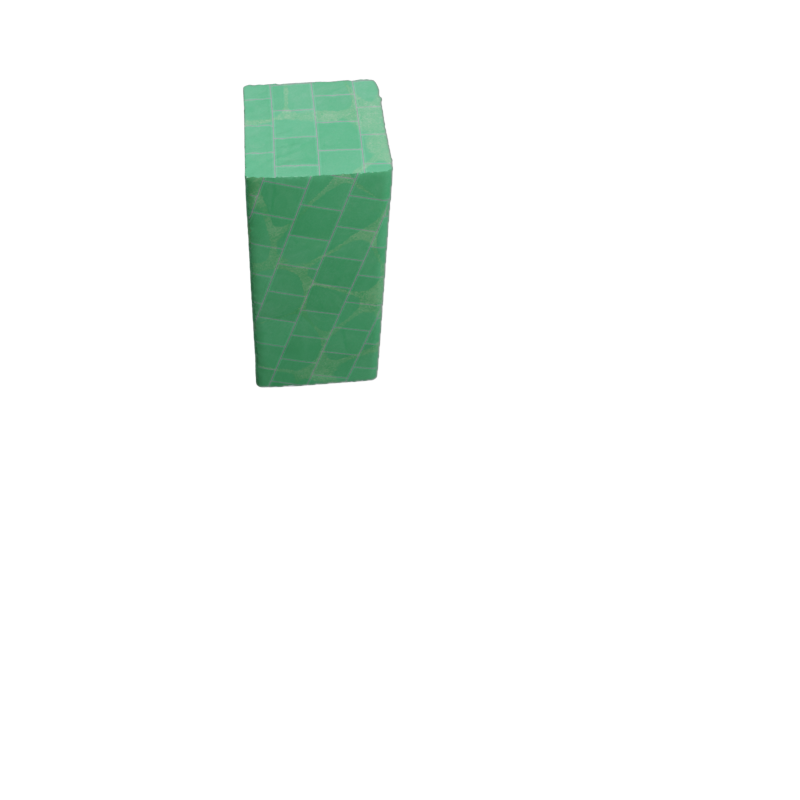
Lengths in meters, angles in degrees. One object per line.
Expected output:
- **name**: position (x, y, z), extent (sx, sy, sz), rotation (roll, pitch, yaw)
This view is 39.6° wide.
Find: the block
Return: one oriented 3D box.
- **block**: position (-0.059, -0.108, 0.757), extent (0.090, 0.098, 0.192), rotation (-3, -40, -6)
